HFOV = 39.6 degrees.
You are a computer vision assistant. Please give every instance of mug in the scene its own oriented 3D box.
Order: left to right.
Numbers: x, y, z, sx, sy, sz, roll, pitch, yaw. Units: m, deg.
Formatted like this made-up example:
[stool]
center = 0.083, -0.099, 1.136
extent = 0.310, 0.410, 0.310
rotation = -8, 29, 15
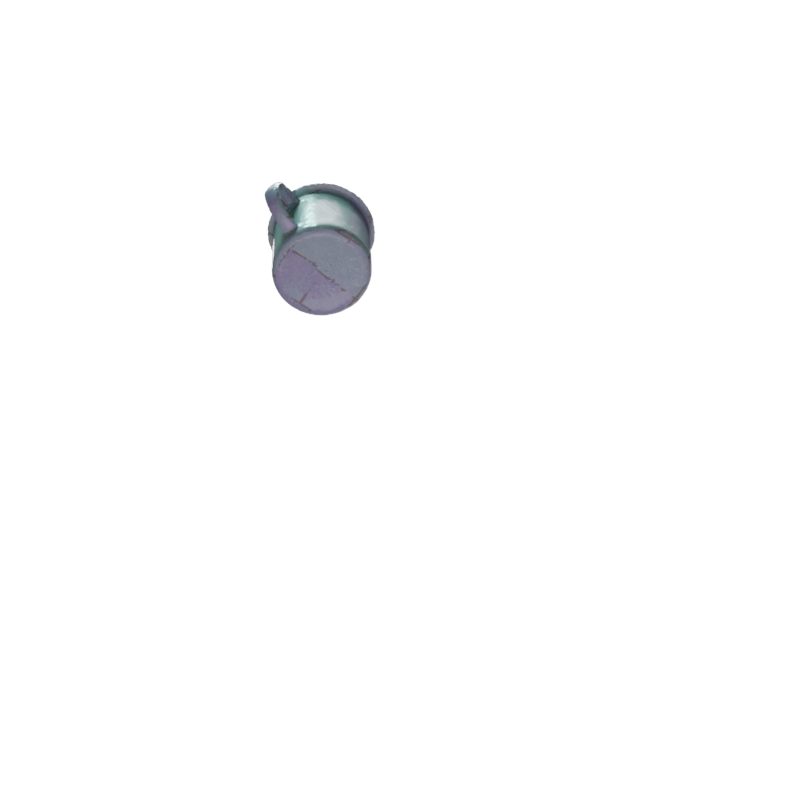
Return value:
[mug]
center = -0.072, -0.132, 0.923
extent = 0.093, 0.111, 0.086
rotation = -31, 25, 14
